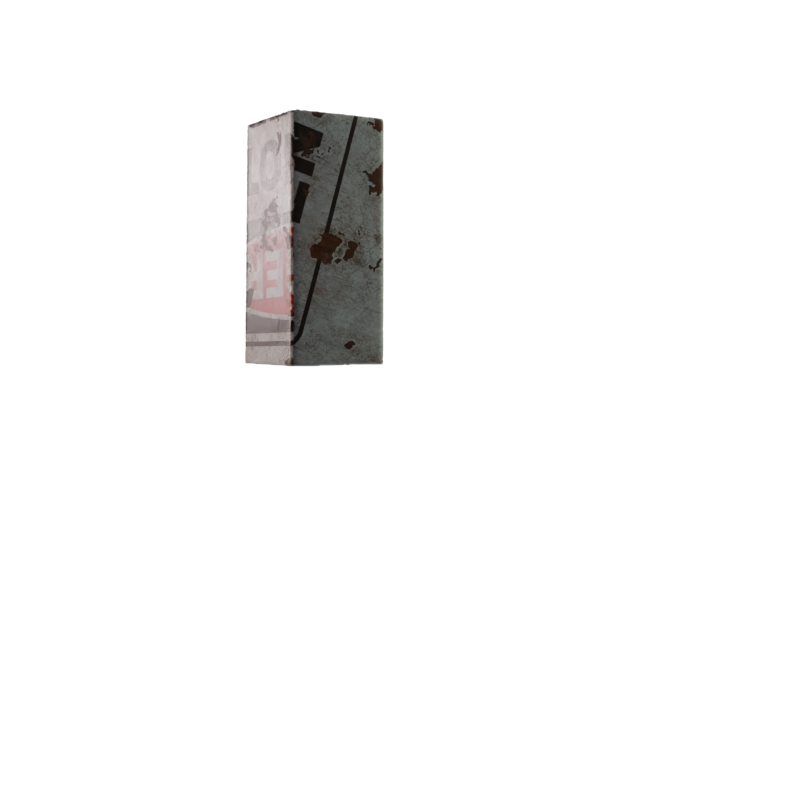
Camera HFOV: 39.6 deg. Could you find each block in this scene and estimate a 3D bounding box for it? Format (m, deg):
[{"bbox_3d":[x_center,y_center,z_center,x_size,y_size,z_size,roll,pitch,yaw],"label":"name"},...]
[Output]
[{"bbox_3d":[-0.073,-0.134,0.940,0.087,0.208,0.093,2,-4,-32],"label":"block"}]
